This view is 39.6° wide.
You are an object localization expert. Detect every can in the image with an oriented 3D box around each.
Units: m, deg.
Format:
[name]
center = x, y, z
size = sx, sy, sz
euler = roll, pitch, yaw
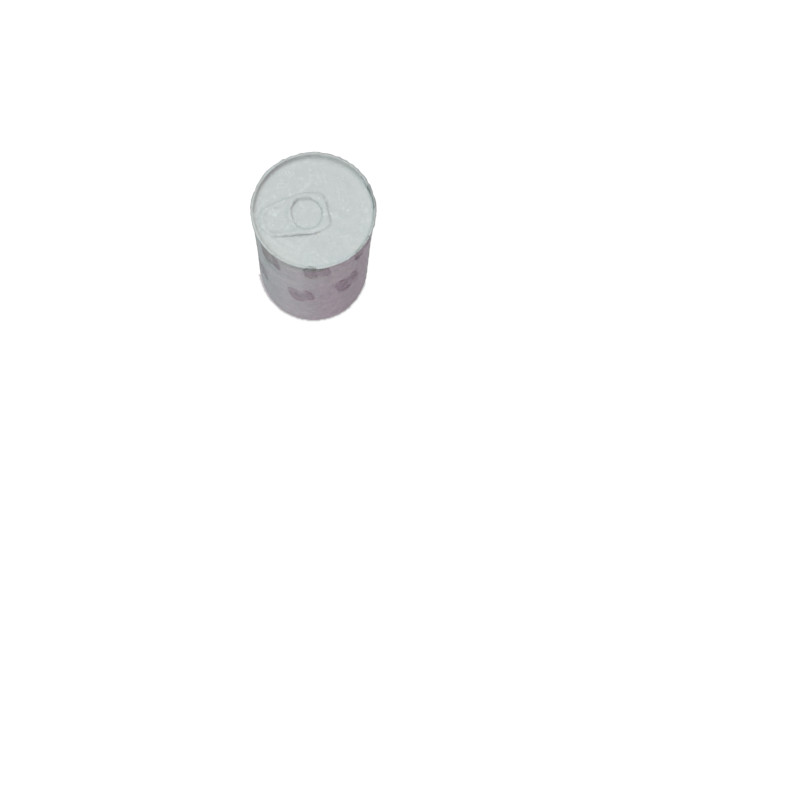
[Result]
[can]
center = -0.050, -0.092, 0.641
size = 0.068, 0.071, 0.098
euler = 0, -15, -3
